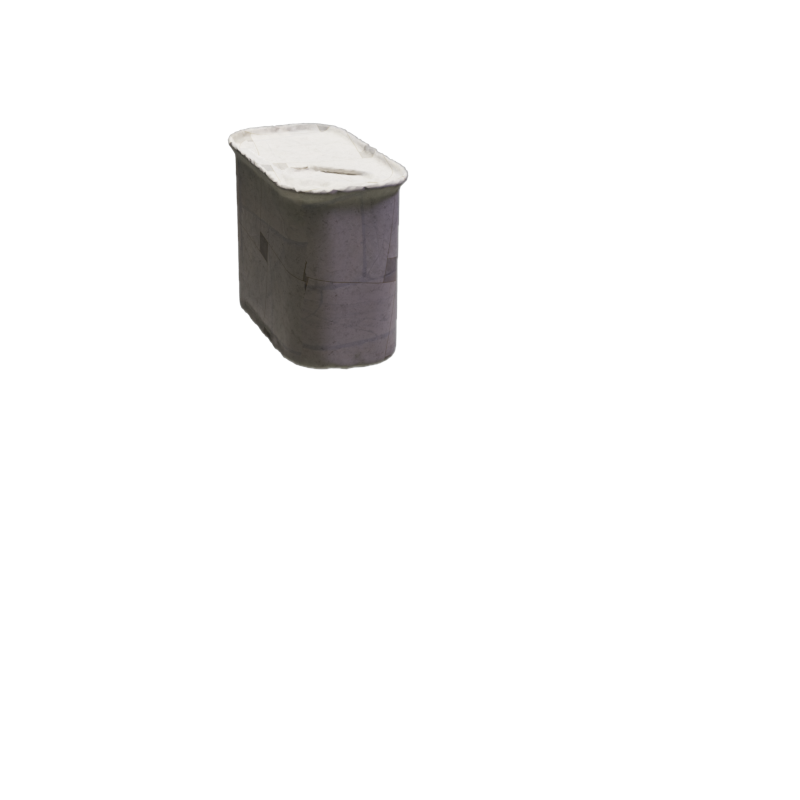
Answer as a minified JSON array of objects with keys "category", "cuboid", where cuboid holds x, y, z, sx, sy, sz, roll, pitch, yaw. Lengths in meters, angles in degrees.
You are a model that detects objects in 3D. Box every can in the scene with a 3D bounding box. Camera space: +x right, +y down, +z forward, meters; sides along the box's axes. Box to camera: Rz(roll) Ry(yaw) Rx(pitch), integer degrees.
[{"category":"can","cuboid":[-0.039,-0.071,0.498,0.056,0.080,0.109,-9,27,-22]}]
